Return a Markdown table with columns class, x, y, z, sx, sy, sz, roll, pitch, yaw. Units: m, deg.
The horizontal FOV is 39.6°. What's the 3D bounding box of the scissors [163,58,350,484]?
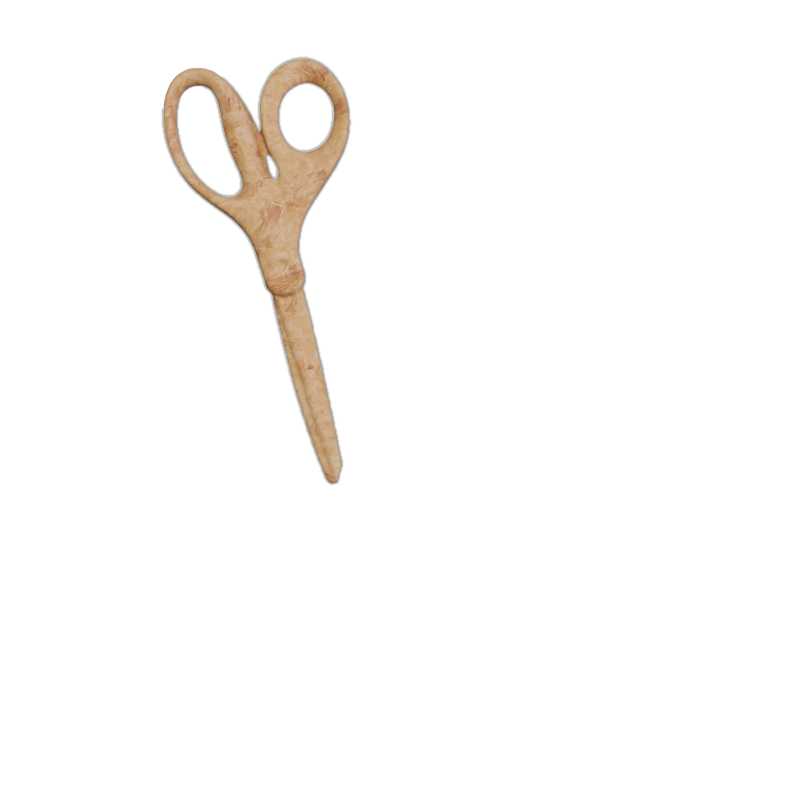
| class | x | y | z | sx | sy | sz | roll | pitch | yaw |
| --- | --- | --- | --- | --- | --- | --- | --- | --- | --- |
| scissors | -0.040 | -0.074 | 0.517 | 0.096 | 0.206 | 0.015 | -29 | -8 | -5 |
